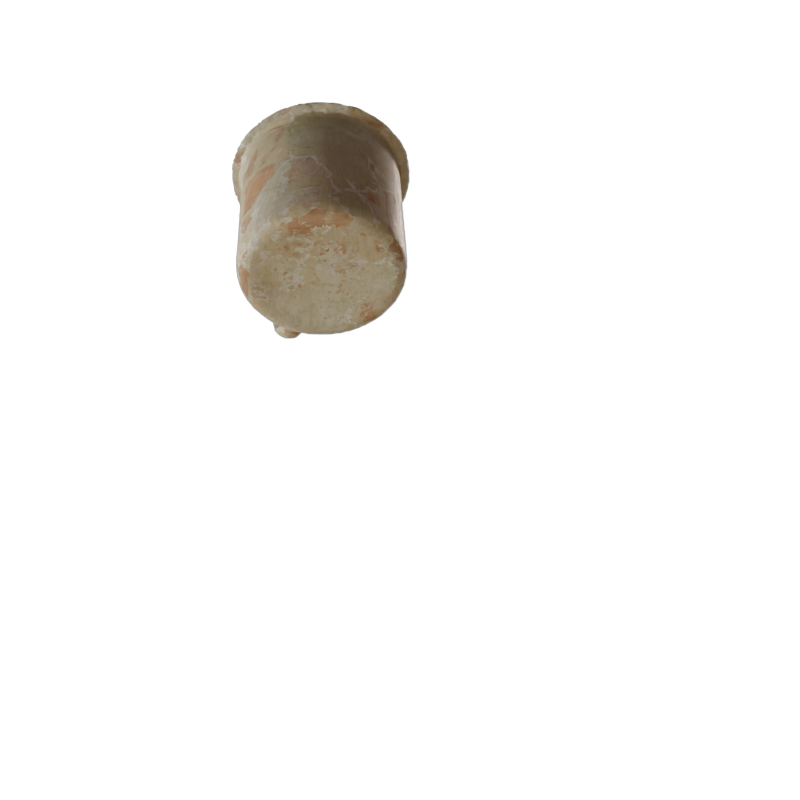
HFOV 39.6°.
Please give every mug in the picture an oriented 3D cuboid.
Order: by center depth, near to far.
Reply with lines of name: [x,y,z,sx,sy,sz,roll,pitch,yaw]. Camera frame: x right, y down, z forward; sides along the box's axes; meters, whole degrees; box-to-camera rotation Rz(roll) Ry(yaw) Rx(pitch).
mug: [-0.044,-0.080,0.558,0.091,0.087,0.112,15,-49,-16]
